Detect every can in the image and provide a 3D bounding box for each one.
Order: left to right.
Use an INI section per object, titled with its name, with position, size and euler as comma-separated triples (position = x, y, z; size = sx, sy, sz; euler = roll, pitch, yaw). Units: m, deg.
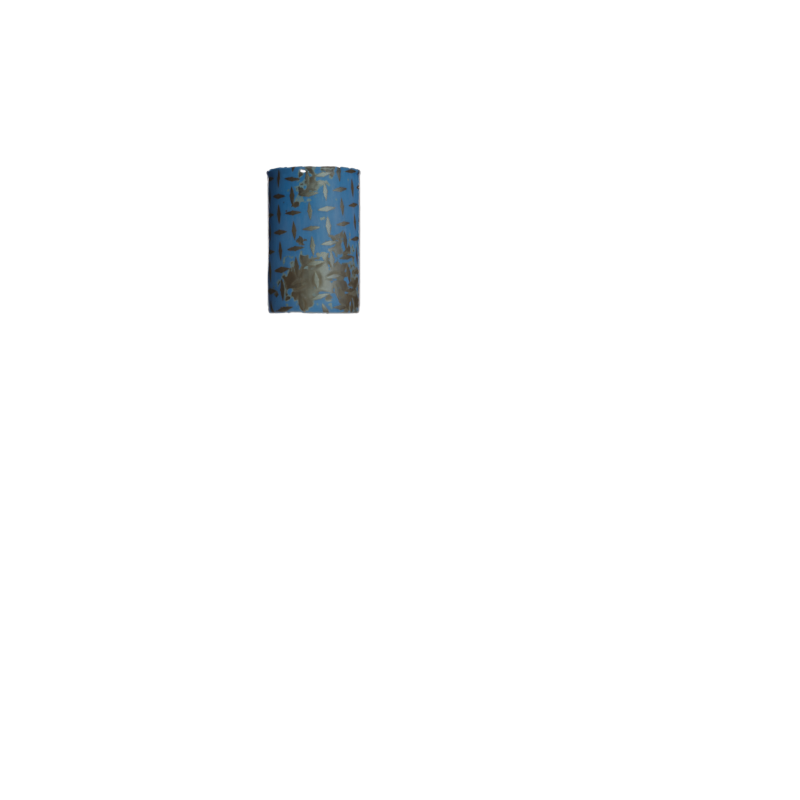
[can]
position = -0.062, -0.113, 0.792
size = 0.068, 0.103, 0.068
euler = 0, 0, -2
